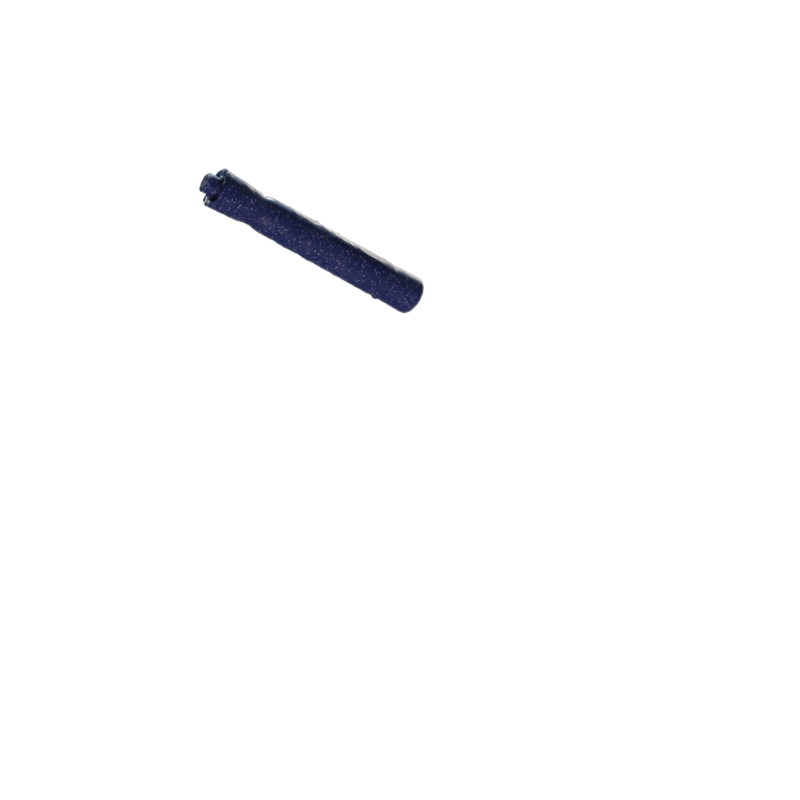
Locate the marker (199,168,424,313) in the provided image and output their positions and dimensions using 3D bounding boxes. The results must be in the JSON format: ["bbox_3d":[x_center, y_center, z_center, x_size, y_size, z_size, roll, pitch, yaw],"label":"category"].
[{"bbox_3d":[-0.040,-0.073,0.509,0.114,0.020,0.020,26,-10,-28],"label":"marker"}]
